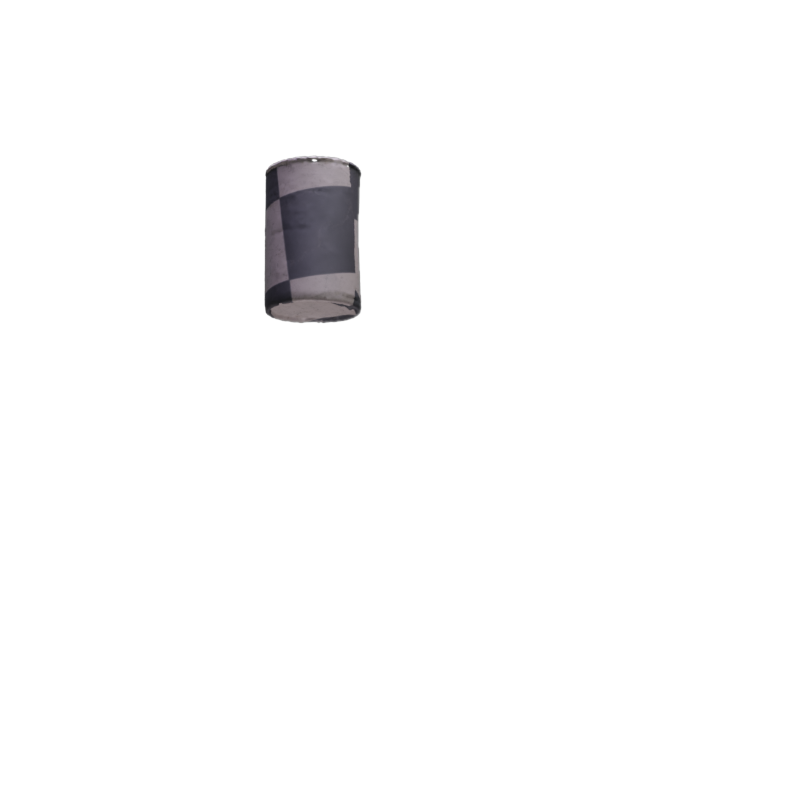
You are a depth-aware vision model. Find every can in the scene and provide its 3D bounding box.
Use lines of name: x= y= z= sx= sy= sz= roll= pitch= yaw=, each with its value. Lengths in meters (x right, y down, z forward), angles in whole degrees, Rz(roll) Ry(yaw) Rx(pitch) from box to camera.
can: x=-0.060 y=-0.110 z=0.769 sx=0.068 sy=0.106 sz=0.066 roll=0 pitch=-15 yaw=-2
